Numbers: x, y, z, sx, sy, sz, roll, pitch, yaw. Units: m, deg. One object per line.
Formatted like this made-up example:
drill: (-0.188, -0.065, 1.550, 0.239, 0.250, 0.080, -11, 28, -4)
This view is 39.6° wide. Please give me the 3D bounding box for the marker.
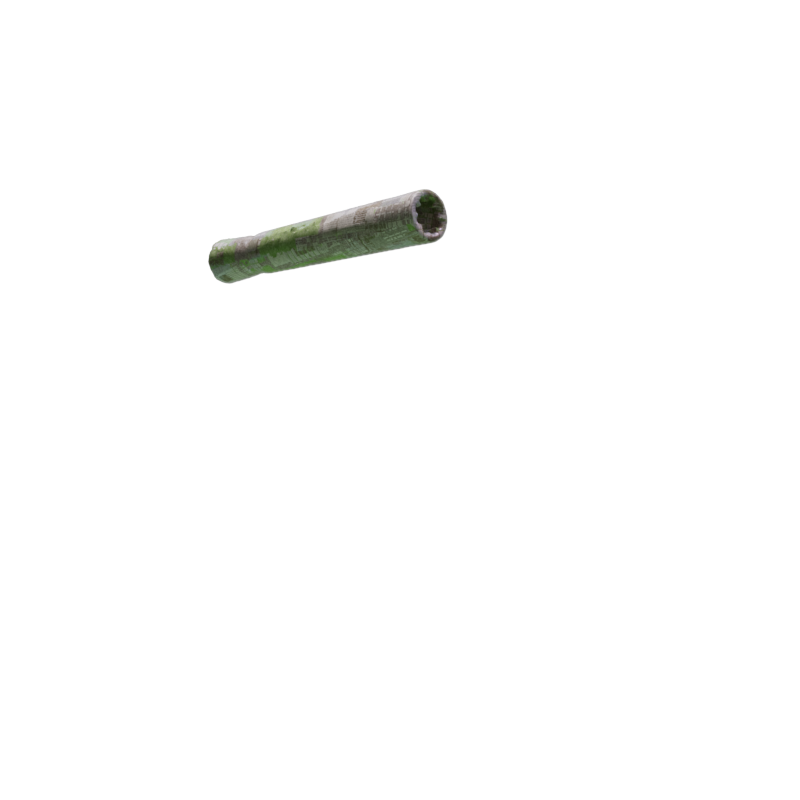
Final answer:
marker: (-0.033, -0.060, 0.423, 0.019, 0.020, 0.124, -4, 0, -44)
